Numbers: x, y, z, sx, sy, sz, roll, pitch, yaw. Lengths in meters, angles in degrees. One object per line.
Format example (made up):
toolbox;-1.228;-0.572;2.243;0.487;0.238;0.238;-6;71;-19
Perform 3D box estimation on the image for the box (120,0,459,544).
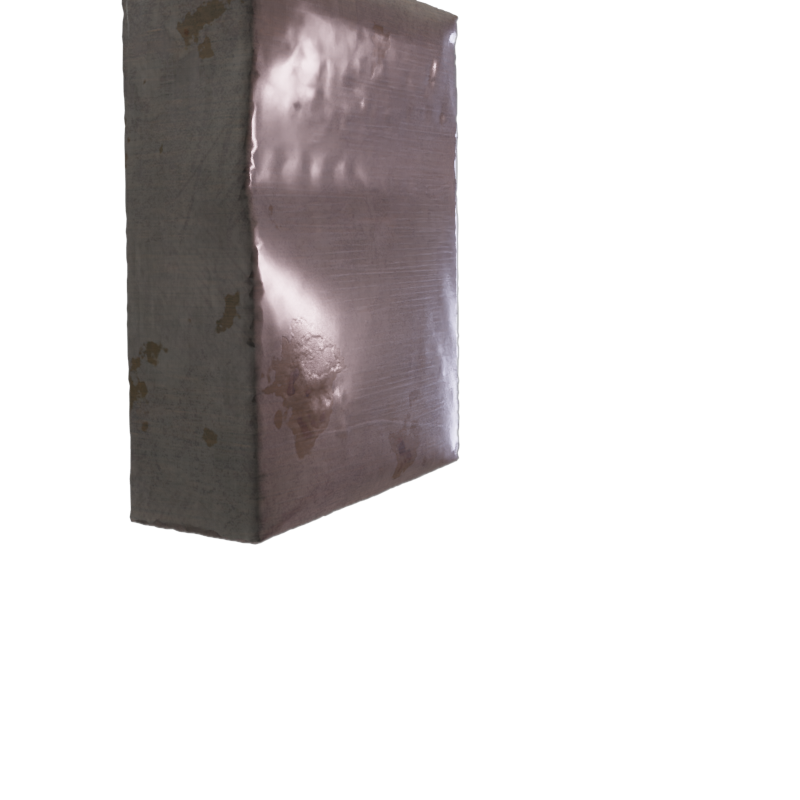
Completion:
box;-0.036;-0.067;0.466;0.074;0.213;0.159;1;3;31
